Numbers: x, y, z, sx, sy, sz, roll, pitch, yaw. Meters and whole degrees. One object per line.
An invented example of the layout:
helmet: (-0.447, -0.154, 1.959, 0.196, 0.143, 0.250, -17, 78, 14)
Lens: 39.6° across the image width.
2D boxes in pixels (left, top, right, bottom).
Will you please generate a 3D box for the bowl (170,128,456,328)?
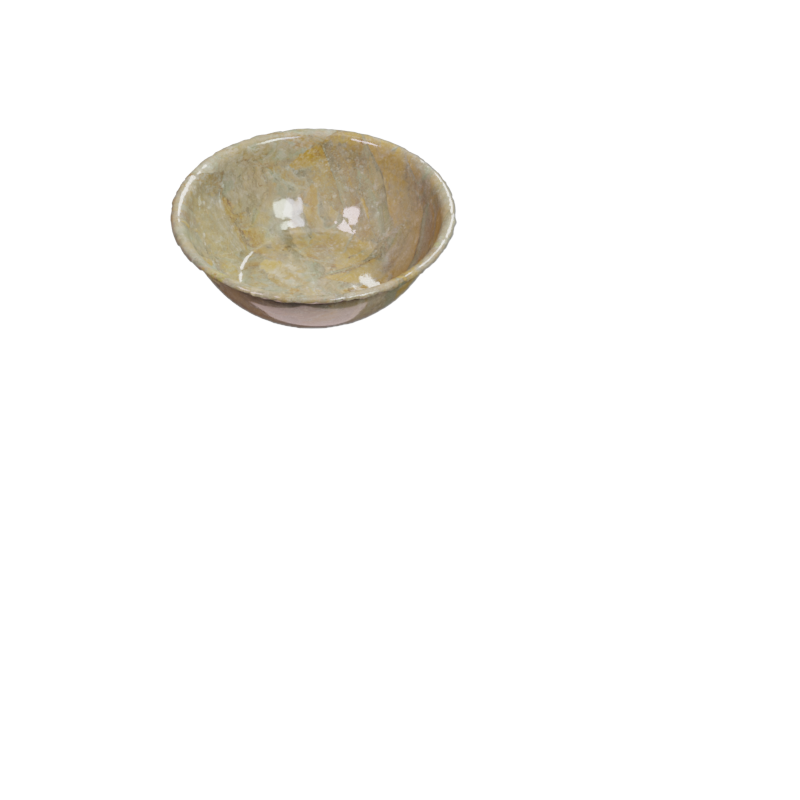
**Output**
bowl: (-0.050, -0.092, 0.645, 0.162, 0.051, 0.174, -1, 43, -1)
